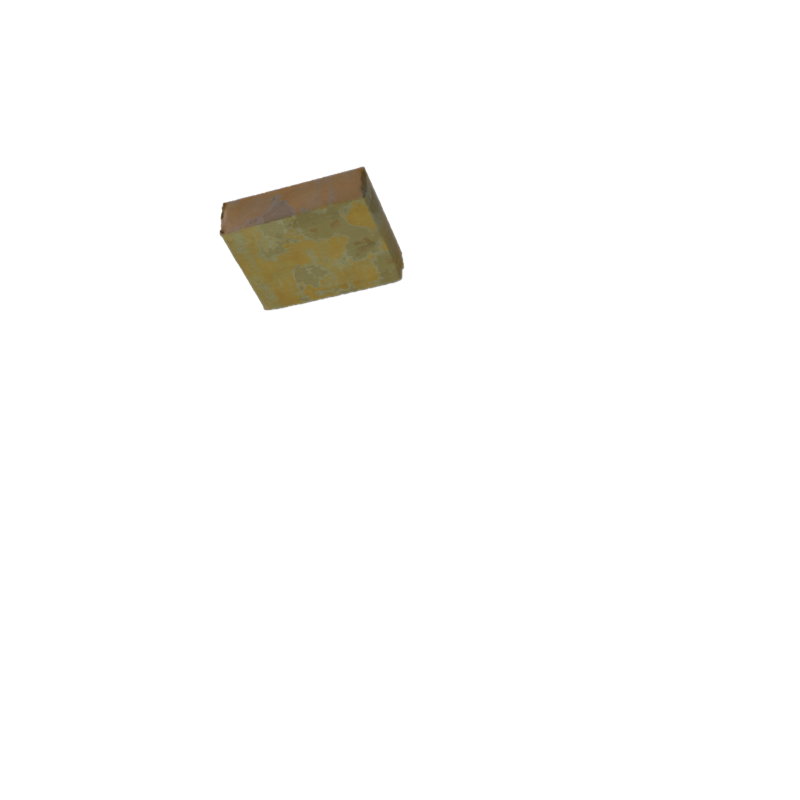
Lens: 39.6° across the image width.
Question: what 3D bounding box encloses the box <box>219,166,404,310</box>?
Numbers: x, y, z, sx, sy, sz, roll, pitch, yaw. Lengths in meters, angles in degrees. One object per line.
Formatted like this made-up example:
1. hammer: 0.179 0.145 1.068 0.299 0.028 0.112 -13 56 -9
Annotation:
1. box: -0.064 -0.116 0.812 0.114 0.042 0.083 -13 -44 13
